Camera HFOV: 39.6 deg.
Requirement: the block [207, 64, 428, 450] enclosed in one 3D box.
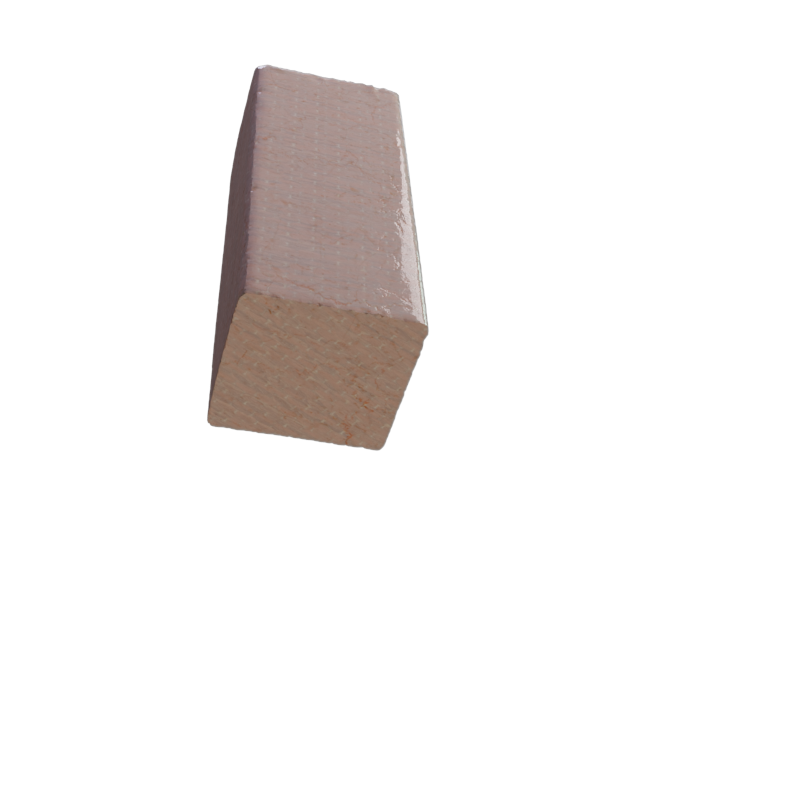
[{"bbox_3d":[-0.047,-0.086,0.599,0.089,0.085,0.221,9,41,-12],"label":"block"}]
